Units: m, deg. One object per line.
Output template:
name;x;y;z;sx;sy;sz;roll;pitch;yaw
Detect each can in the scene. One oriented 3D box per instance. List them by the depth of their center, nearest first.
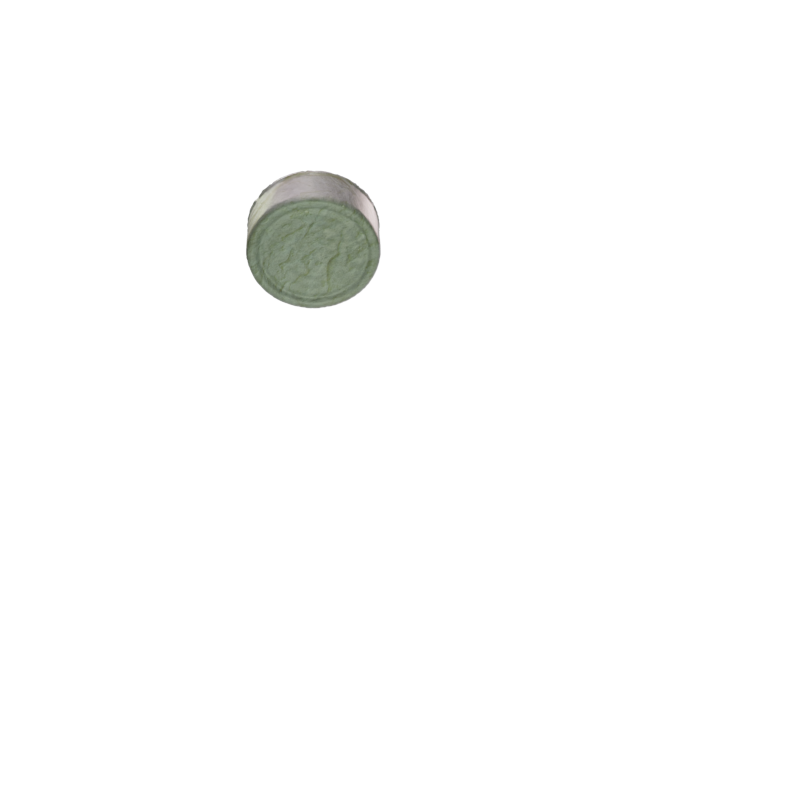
can;-0.055;-0.101;0.705;0.086;0.080;0.036;1;37;-1
